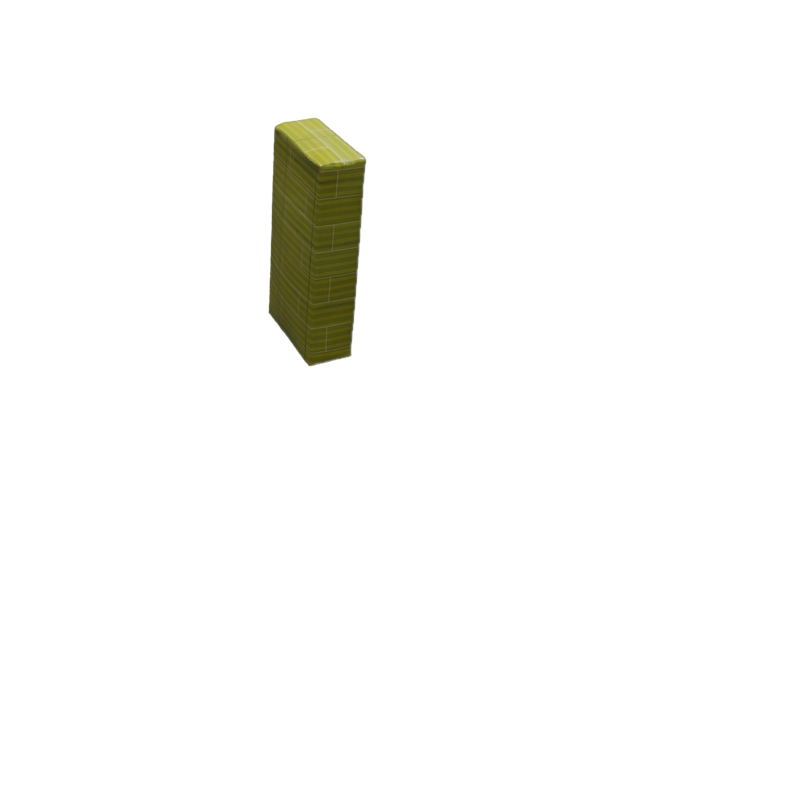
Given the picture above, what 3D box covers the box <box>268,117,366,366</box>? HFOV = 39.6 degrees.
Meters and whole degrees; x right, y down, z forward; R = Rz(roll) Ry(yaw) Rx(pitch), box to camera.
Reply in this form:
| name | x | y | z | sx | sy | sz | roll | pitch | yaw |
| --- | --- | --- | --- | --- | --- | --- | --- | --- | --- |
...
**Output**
| name | x | y | z | sx | sy | sz | roll | pitch | yaw |
| --- | --- | --- | --- | --- | --- | --- | --- | --- | --- |
| box | -0.070 | -0.126 | 0.884 | 0.047 | 0.166 | 0.101 | -12 | 33 | -23 |
